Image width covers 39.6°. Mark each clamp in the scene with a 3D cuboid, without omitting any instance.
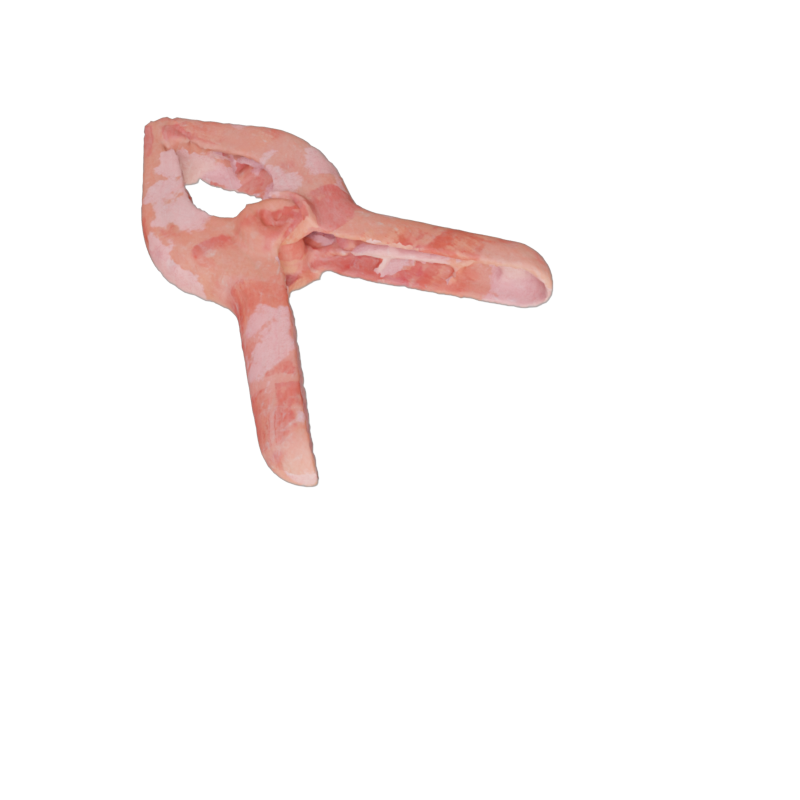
[{"bbox_3d":[-0.032,-0.059,0.411,0.120,0.185,0.036,-26,-35,-20],"label":"clamp"}]
